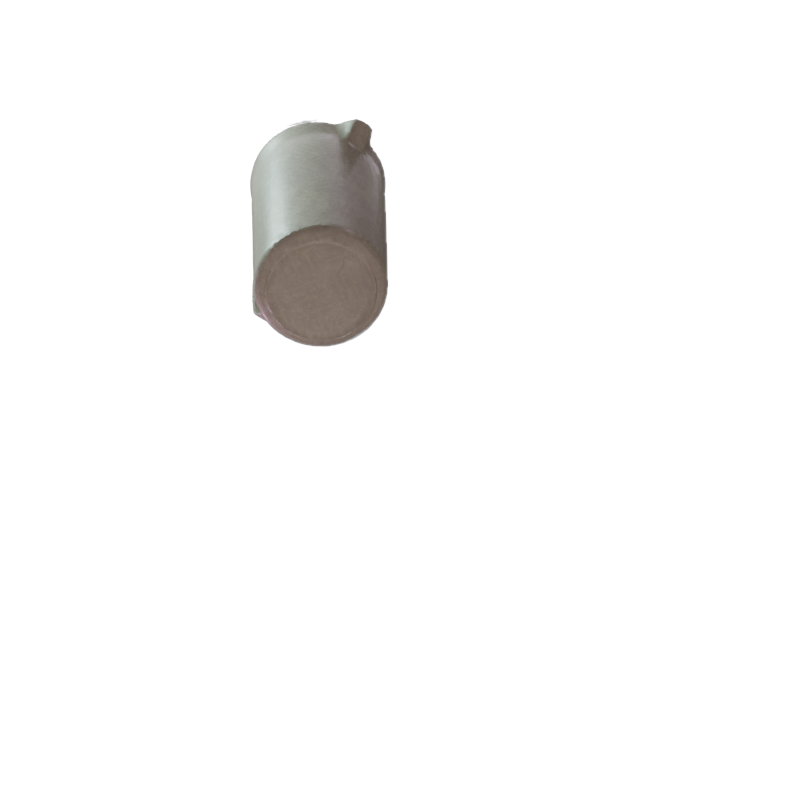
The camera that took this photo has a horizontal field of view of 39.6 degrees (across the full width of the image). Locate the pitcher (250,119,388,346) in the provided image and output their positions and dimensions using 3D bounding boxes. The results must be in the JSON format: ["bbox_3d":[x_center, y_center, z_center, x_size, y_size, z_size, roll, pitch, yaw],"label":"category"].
[{"bbox_3d":[-0.077,-0.141,0.989,0.145,0.140,0.258,-11,29,2],"label":"pitcher"}]
